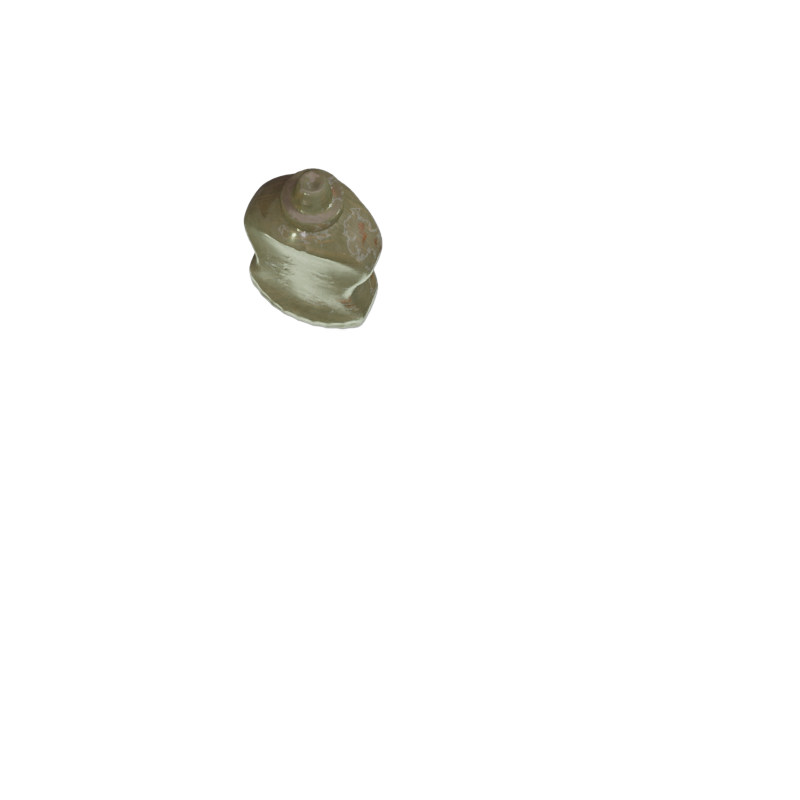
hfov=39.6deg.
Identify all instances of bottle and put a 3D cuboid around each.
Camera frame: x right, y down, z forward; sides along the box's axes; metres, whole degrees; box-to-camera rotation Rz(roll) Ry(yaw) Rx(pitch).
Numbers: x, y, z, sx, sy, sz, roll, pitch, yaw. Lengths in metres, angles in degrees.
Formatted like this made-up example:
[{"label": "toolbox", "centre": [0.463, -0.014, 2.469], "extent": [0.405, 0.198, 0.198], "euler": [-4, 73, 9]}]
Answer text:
[{"label": "bottle", "centre": [-0.061, -0.110, 0.772], "extent": [0.098, 0.060, 0.183], "euler": [25, -17, 5]}]
